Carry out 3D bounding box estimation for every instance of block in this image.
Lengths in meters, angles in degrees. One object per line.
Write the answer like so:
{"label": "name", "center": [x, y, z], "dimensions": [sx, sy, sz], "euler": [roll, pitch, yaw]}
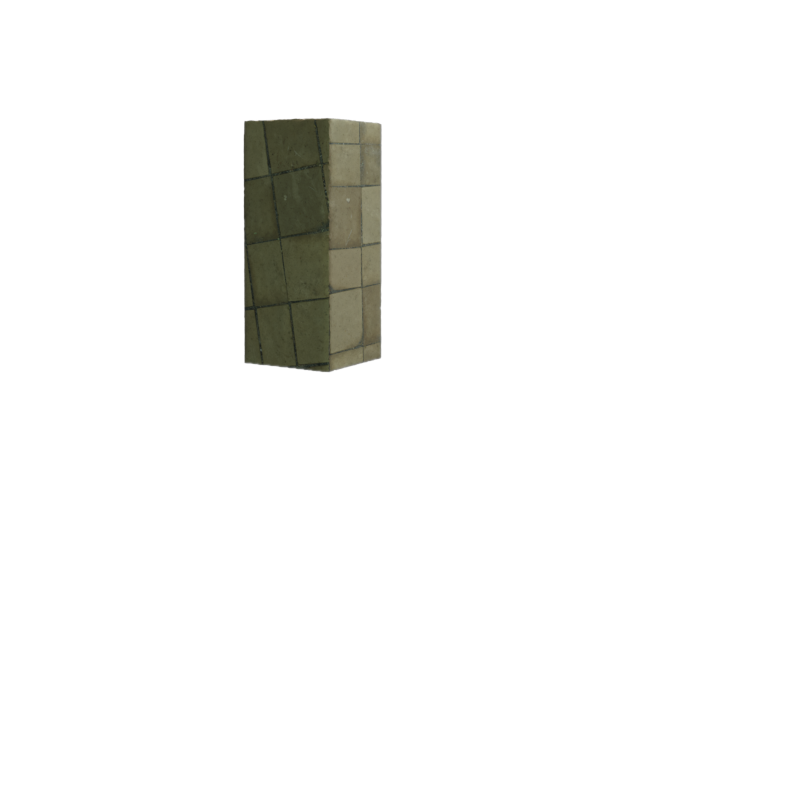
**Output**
{"label": "block", "center": [-0.075, -0.136, 0.955], "dimensions": [0.094, 0.204, 0.088], "euler": [3, 5, 30]}
